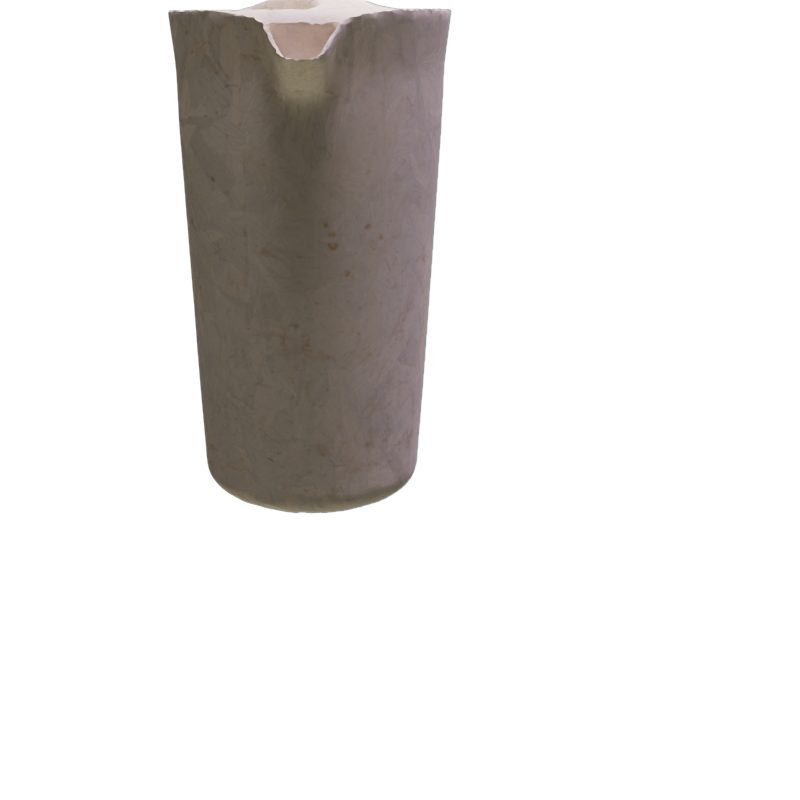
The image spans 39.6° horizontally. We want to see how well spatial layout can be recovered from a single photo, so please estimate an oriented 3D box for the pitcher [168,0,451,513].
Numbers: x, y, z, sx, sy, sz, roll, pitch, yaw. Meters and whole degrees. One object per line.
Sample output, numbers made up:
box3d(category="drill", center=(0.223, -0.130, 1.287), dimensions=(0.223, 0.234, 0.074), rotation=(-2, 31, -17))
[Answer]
box3d(category="pitcher", center=(-0.044, -0.080, 0.559), dimensions=(0.153, 0.236, 0.146), rotation=(14, 19, 42))
